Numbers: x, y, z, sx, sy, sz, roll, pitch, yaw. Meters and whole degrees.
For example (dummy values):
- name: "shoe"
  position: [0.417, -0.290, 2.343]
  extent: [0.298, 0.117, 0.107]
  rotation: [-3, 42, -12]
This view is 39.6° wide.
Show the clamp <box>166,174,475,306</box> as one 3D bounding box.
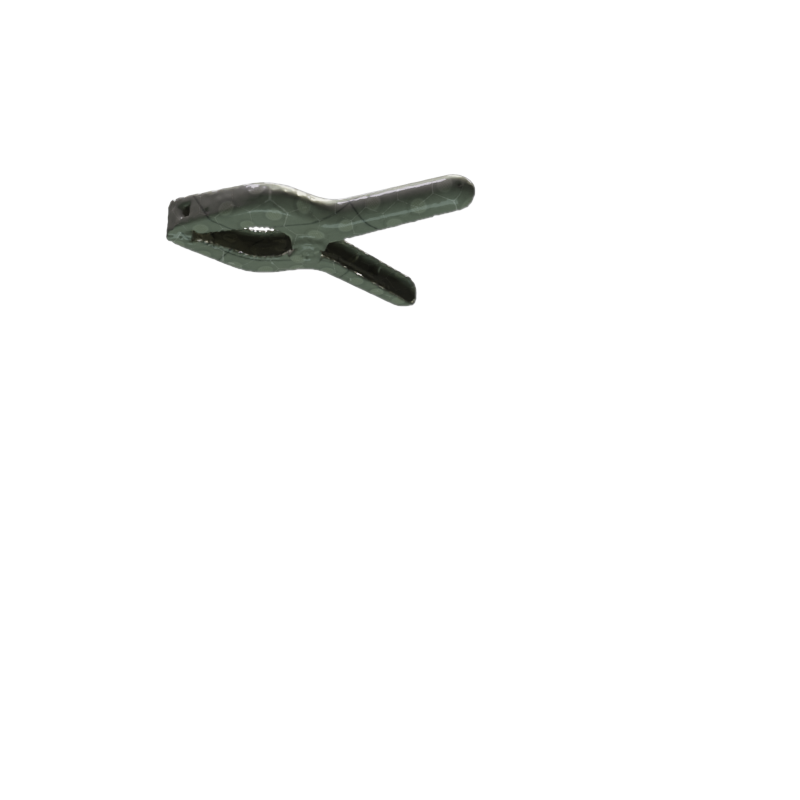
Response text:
- name: "clamp"
  position: [-0.063, -0.115, 0.808]
  extent: [0.209, 0.039, 0.156]
  rotation: [2, -26, -4]
